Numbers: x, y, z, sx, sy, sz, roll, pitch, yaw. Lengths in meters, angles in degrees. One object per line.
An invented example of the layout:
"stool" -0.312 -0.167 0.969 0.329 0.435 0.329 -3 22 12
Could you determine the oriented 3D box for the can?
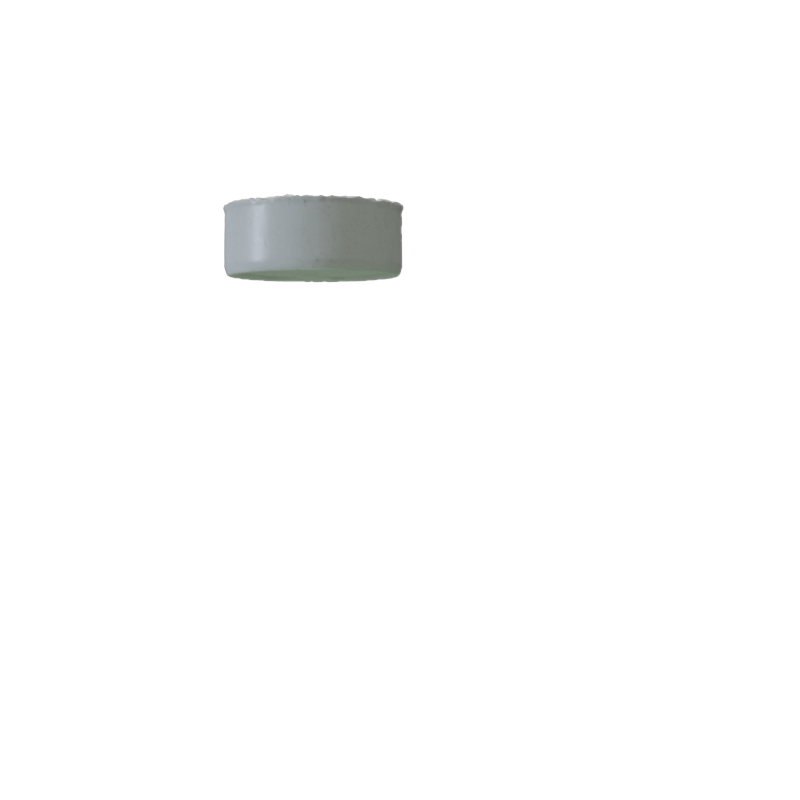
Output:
"can" -0.041 -0.075 0.527 0.086 0.034 0.086 0 1 -2
